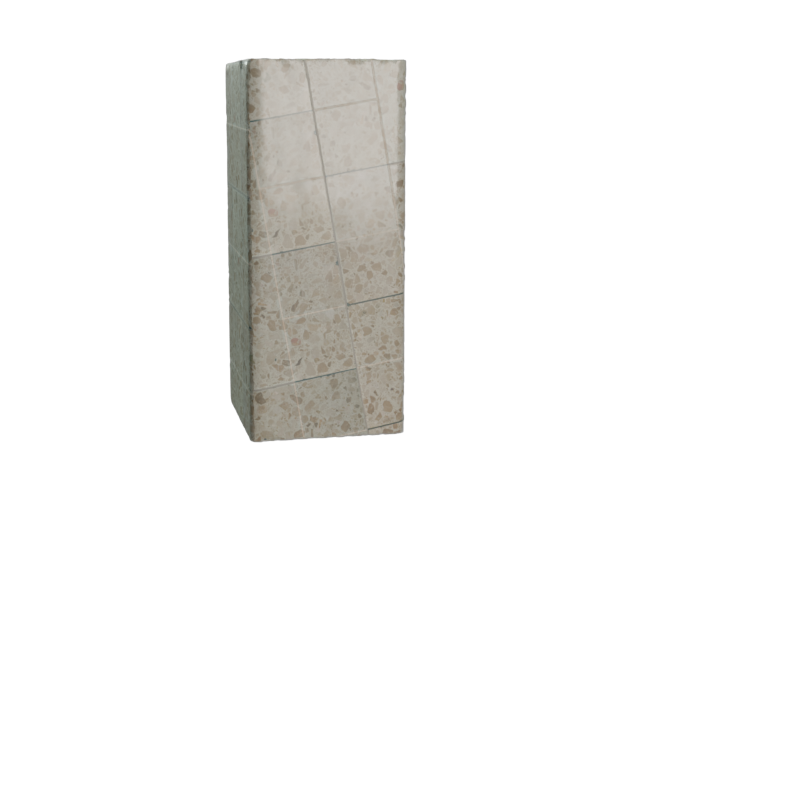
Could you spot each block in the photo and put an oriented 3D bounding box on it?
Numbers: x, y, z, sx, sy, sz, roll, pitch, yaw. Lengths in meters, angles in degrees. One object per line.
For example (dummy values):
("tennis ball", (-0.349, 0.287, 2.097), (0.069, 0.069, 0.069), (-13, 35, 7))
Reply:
("block", (-0.051, -0.091, 0.639), (0.089, 0.202, 0.094), (-2, 9, -14))
